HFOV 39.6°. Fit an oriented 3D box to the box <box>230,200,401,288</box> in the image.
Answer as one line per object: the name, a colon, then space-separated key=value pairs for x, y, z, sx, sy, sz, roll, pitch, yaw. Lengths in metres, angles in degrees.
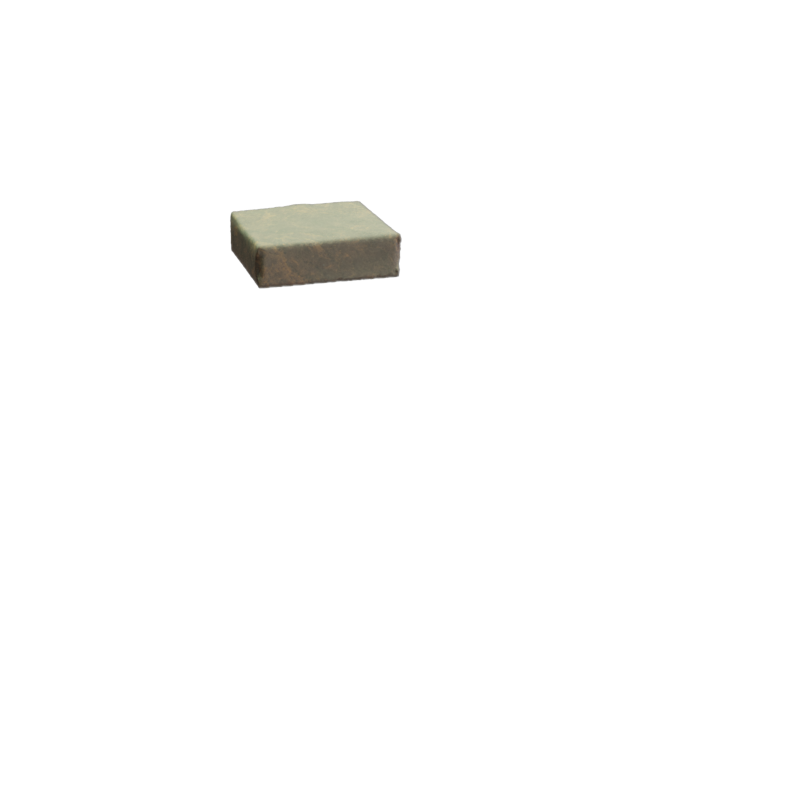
box: x=-0.053 y=-0.096 z=0.674 sx=0.088 sy=0.029 sz=0.078 roll=-8 pitch=26 yaw=-17
